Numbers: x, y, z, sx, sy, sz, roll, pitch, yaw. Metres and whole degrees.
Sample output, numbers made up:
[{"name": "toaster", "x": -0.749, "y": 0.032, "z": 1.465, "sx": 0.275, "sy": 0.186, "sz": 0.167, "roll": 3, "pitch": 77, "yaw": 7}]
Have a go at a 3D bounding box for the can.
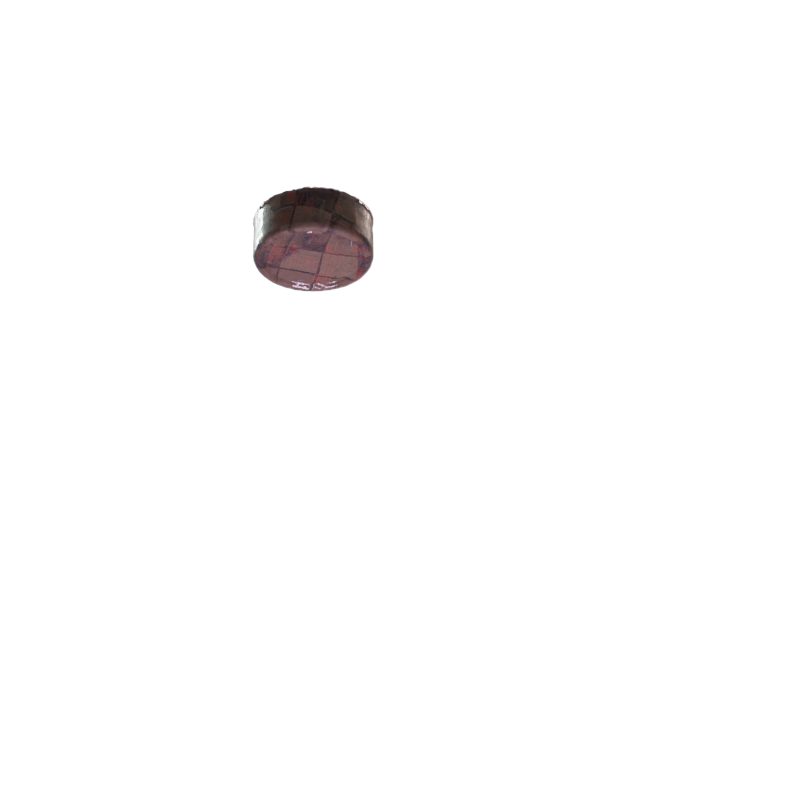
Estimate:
[{"name": "can", "x": -0.061, "y": -0.112, "z": 0.781, "sx": 0.086, "sy": 0.036, "sz": 0.081, "roll": 1, "pitch": -29, "yaw": -2}]
